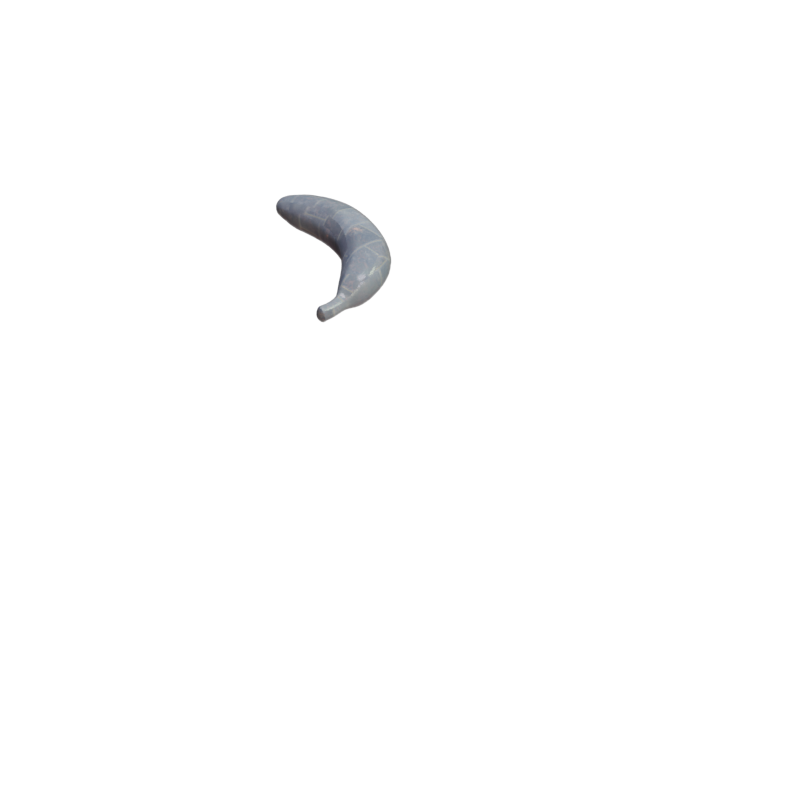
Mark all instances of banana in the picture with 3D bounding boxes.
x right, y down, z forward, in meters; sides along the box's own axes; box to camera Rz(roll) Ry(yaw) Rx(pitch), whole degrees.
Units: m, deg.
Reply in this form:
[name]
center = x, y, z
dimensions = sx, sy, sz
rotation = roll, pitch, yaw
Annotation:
[banana]
center = -0.049, -0.123, 0.864
dimensions = 0.069, 0.035, 0.212
rotation = -6, 31, -12
